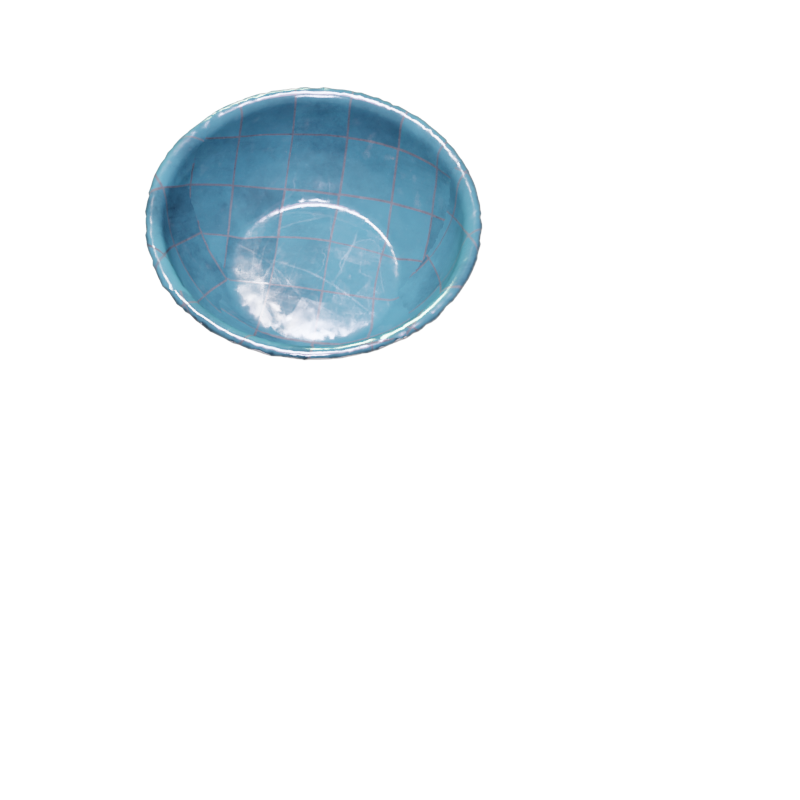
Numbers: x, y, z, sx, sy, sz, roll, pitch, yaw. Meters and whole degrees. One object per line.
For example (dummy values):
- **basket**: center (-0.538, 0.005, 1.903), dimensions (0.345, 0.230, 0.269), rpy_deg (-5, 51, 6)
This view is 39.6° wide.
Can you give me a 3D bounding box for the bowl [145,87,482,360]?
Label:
- **bowl**: center (-0.043, -0.079, 0.551), dimensions (0.162, 0.173, 0.051), rpy_deg (-1, -33, -1)
